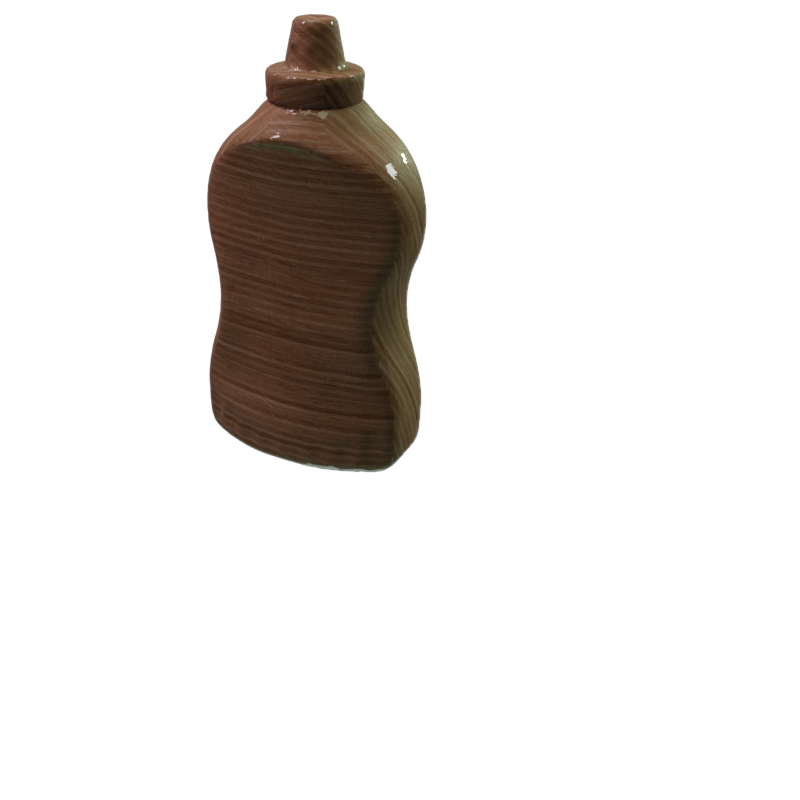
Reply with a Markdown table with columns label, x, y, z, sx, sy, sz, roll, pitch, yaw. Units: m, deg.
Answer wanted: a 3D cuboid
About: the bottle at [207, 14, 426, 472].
| label | x | y | z | sx | sy | sz | roll | pitch | yaw |
| --- | --- | --- | --- | --- | --- | --- | --- | --- | --- |
| bottle | -0.037 | -0.068 | 0.477 | 0.100 | 0.183 | 0.059 | 14 | 25 | 26 |
